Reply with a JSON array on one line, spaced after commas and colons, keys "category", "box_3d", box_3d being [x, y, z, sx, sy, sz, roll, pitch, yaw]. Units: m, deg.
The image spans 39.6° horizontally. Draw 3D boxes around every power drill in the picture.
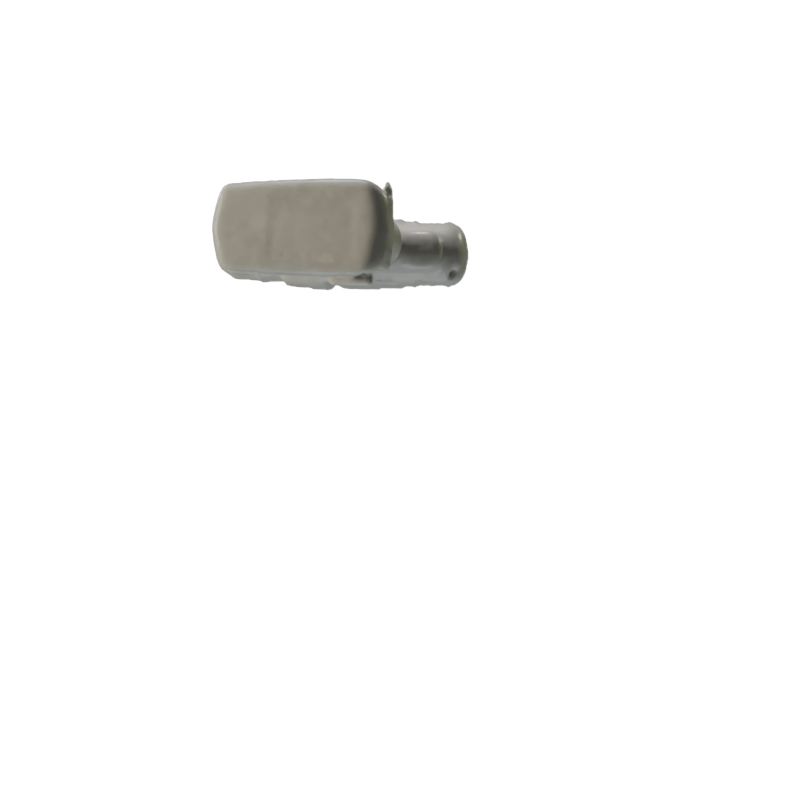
[{"category": "power drill", "box_3d": [-0.057, -0.104, 0.730, 0.188, 0.058, 0.184, 1, 2, 13]}]
